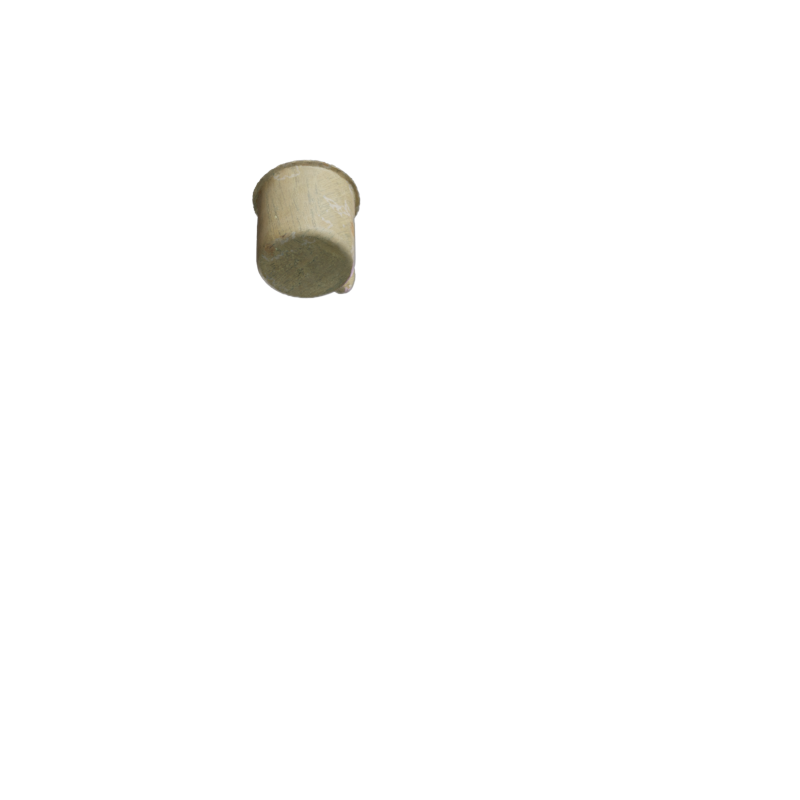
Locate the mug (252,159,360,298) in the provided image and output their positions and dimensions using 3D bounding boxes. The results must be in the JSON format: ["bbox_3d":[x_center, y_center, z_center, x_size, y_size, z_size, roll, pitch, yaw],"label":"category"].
[{"bbox_3d":[-0.073,-0.133,0.932,0.094,0.087,0.108,-21,-46,20],"label":"mug"}]
